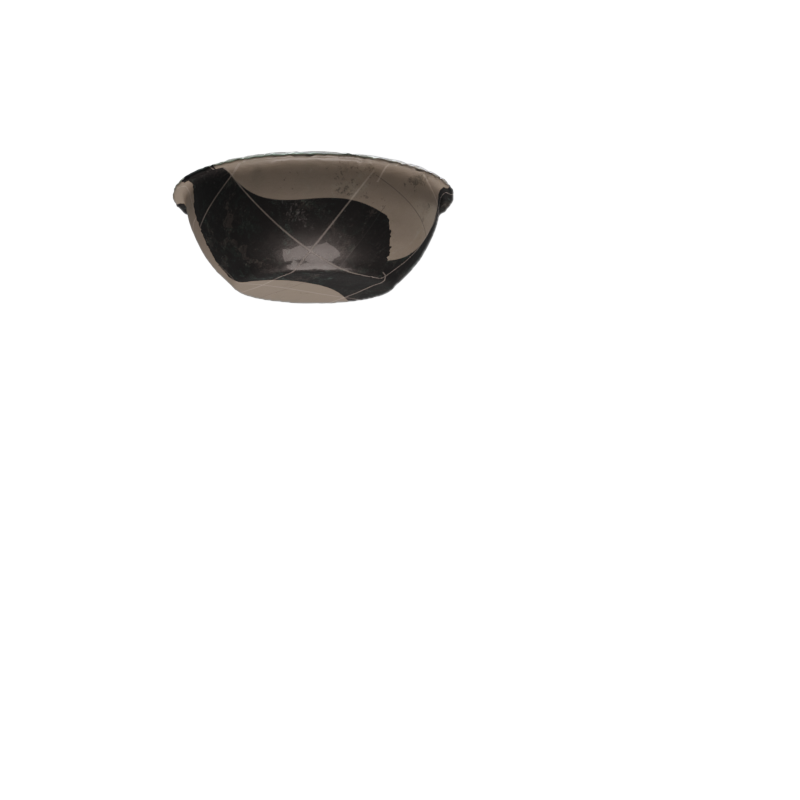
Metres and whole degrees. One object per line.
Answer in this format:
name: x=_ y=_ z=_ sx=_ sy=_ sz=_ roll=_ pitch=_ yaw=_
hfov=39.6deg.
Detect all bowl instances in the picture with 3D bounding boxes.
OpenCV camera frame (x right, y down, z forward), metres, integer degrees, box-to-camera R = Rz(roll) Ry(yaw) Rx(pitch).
bowl: x=-0.050 y=-0.091 z=0.635 sx=0.162 sy=0.057 sz=0.158 roll=0 pitch=-7 yaw=-2
